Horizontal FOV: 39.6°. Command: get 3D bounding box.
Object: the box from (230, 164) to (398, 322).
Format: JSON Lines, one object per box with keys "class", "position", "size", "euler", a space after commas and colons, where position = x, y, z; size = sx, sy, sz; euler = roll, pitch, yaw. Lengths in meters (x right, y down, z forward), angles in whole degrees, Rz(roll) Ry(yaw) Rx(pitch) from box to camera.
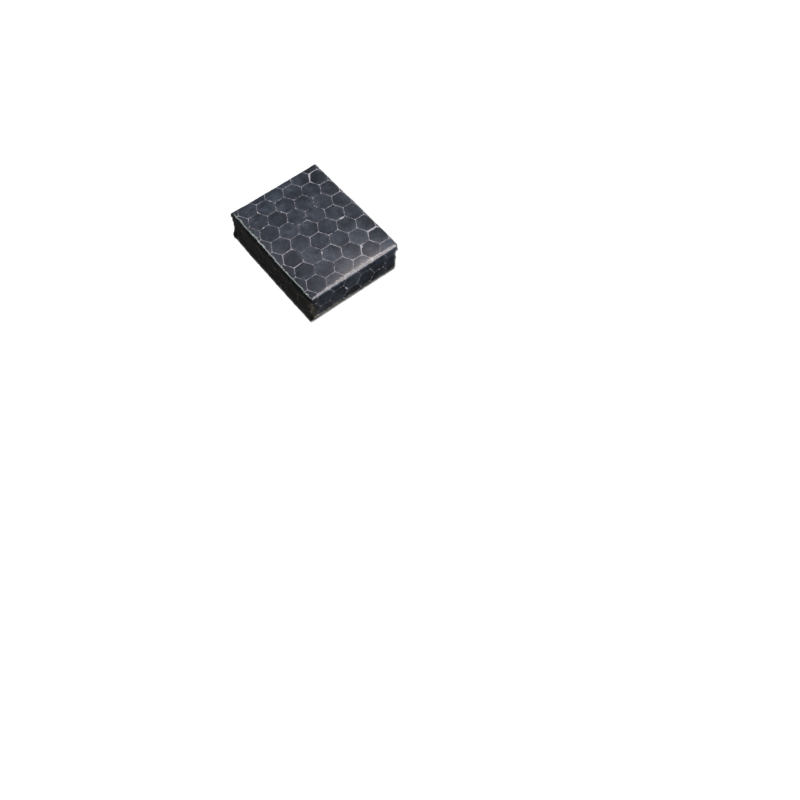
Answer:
{"class": "box", "position": [-0.072, -0.131, 0.915], "size": [0.090, 0.121, 0.036], "euler": [-33, -29, -22]}
